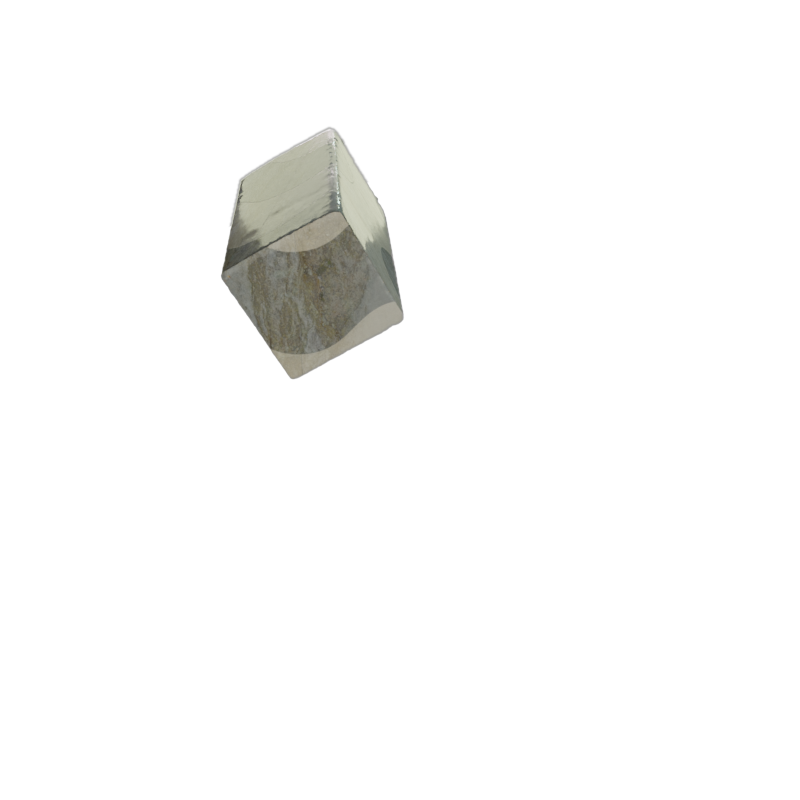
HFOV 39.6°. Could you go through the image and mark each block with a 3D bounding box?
[{"bbox_3d":[-0.063,-0.116,0.807,0.090,0.086,0.217,-28,24,10],"label":"block"}]
